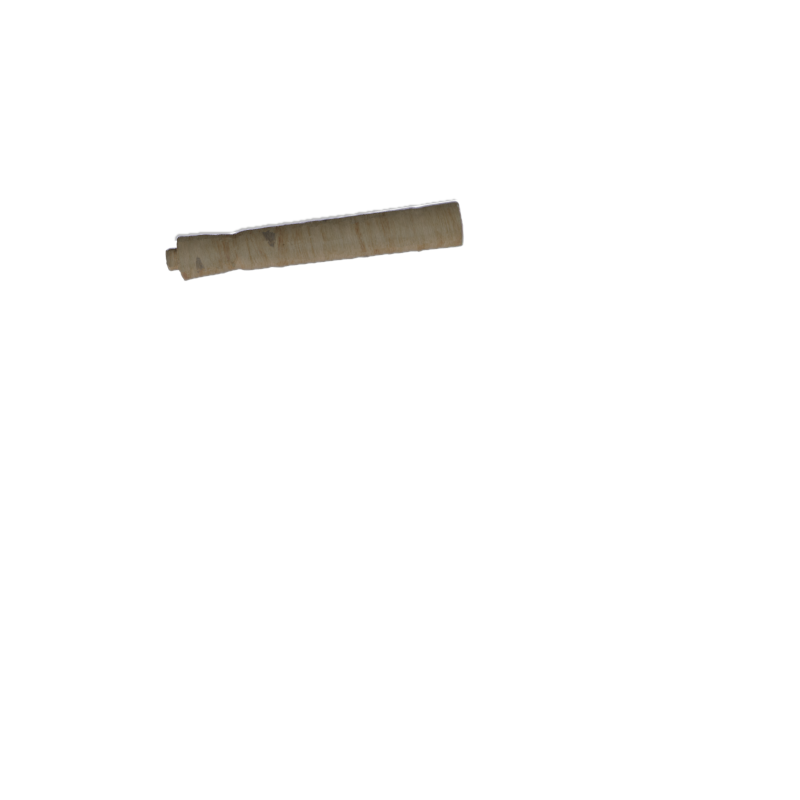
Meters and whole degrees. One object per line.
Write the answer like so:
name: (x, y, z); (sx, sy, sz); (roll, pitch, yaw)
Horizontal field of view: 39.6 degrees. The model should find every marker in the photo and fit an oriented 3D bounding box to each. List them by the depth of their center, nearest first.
marker: (-0.036, -0.065, 0.453); (0.121, 0.020, 0.020); (-7, 4, 2)
